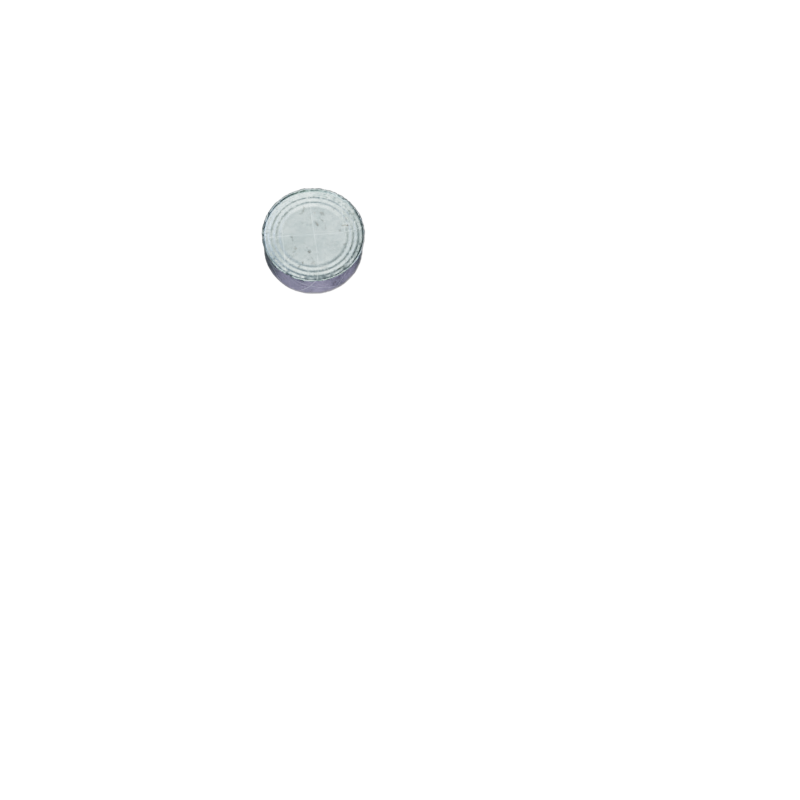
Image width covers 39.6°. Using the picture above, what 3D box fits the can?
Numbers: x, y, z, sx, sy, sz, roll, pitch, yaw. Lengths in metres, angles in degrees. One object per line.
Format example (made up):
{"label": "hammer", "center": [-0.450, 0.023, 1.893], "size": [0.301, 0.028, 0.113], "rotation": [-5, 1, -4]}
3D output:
{"label": "can", "center": [-0.073, -0.134, 0.935], "size": [0.086, 0.091, 0.032], "rotation": [-1, -23, -1]}
